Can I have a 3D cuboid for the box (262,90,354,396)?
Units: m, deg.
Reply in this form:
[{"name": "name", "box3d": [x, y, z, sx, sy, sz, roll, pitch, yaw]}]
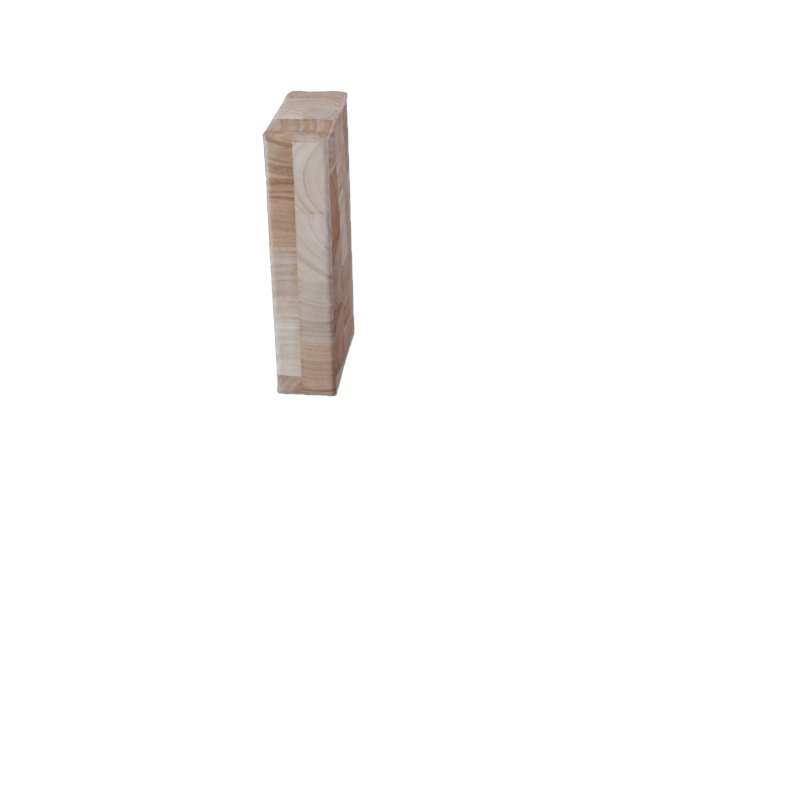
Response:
[{"name": "box", "box3d": [-0.056, -0.102, 0.714, 0.048, 0.167, 0.098, 4, 28, 4]}]
